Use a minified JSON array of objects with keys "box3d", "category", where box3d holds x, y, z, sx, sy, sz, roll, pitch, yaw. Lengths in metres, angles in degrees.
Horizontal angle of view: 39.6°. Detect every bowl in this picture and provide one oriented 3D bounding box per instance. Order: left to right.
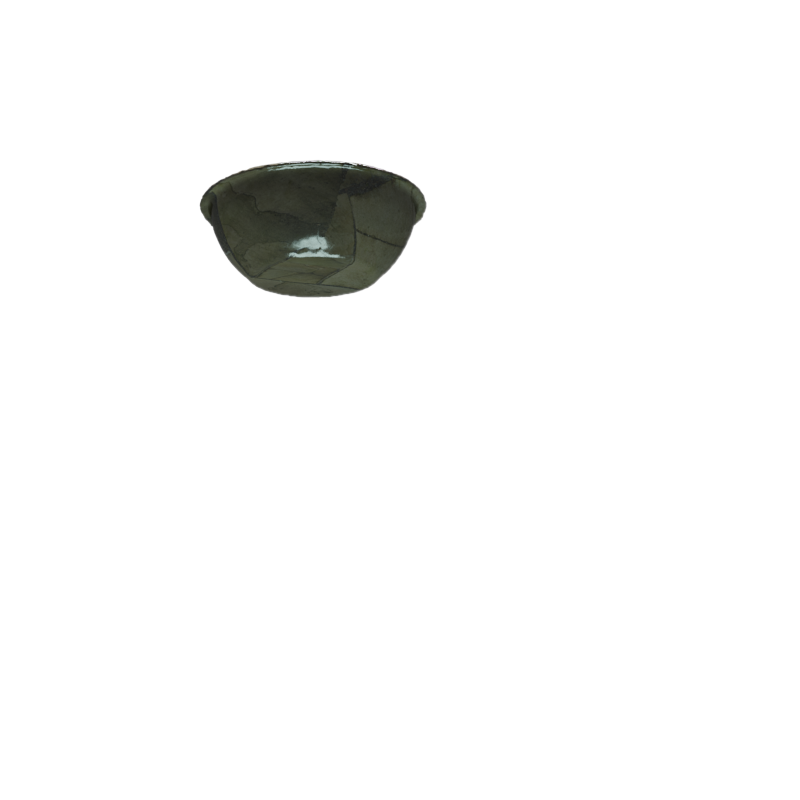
[{"box3d":[-0.061,-0.112,0.782,0.162,0.057,0.156,0,-14,-2],"category":"bowl"}]
